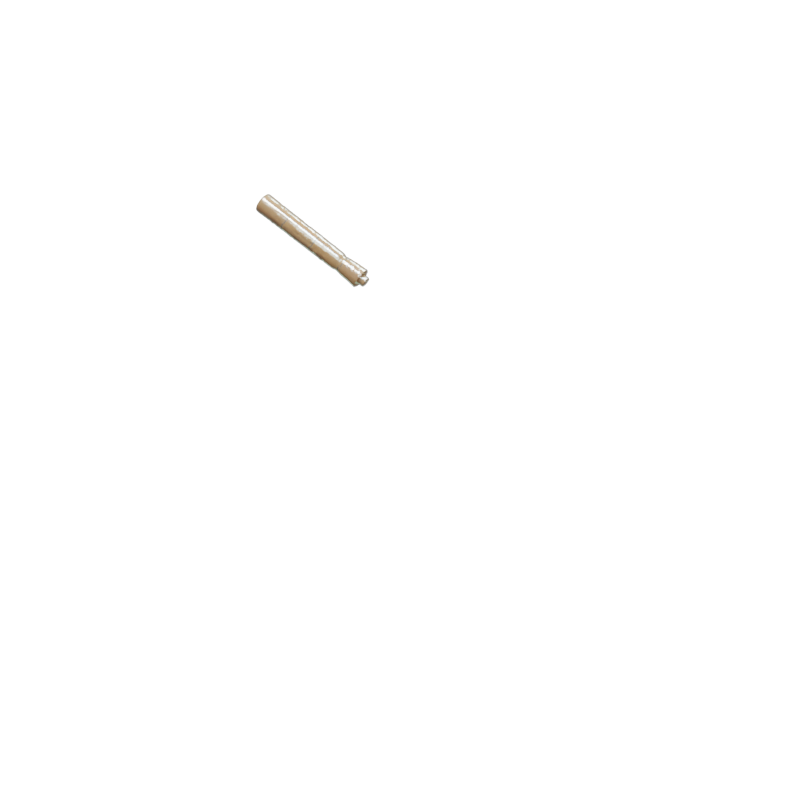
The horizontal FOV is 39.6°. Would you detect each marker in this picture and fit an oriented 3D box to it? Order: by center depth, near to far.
[{"bbox_3d":[-0.077,-0.140,0.980,0.126,0.019,0.019,39,15,16],"label":"marker"}]
